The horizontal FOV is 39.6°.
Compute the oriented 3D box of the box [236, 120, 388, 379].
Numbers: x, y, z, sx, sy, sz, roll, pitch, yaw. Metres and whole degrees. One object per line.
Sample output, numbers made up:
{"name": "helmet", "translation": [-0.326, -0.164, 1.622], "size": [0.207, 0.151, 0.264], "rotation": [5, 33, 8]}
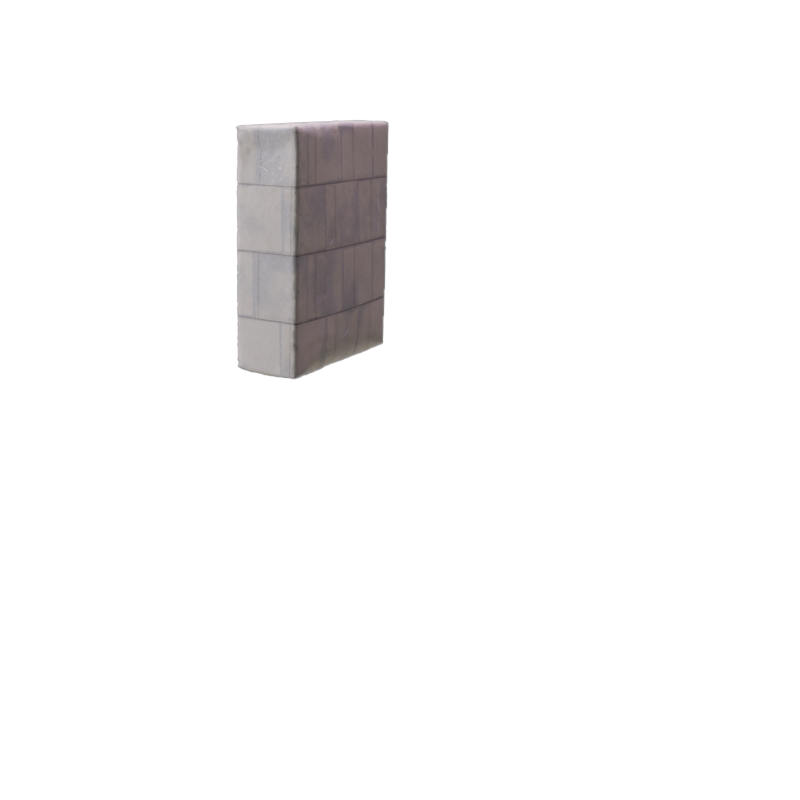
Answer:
{"name": "box", "translation": [-0.078, -0.142, 0.993], "size": [0.075, 0.209, 0.162], "rotation": [5, 11, 27]}
